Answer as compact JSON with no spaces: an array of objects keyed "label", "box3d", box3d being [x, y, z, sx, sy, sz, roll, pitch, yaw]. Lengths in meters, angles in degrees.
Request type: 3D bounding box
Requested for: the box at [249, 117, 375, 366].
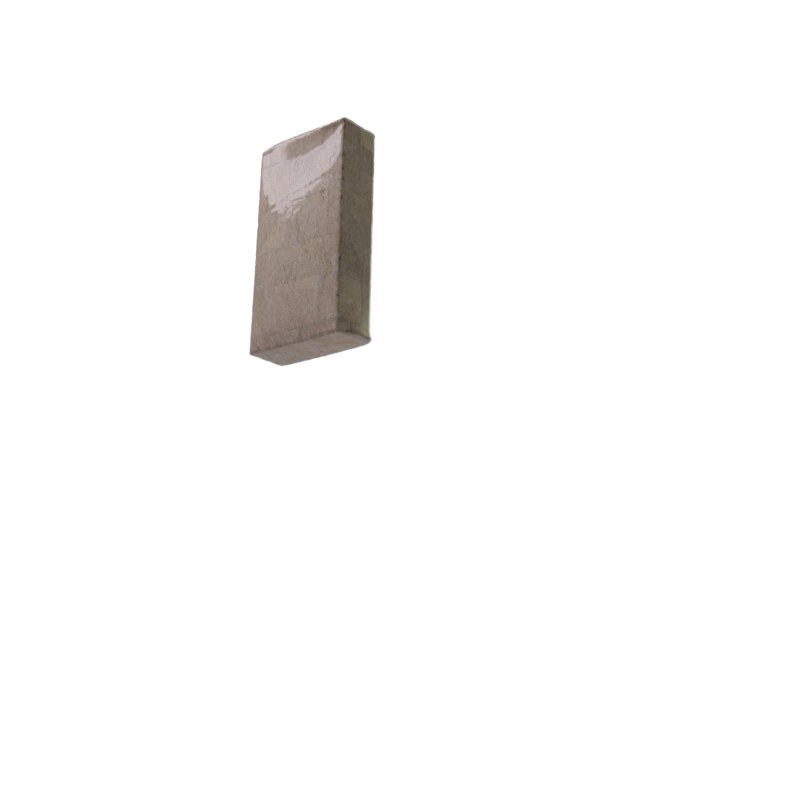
[{"label":"box","box3d":[-0.067,-0.122,0.855,0.095,0.185,0.045,-16,-25,36]}]
